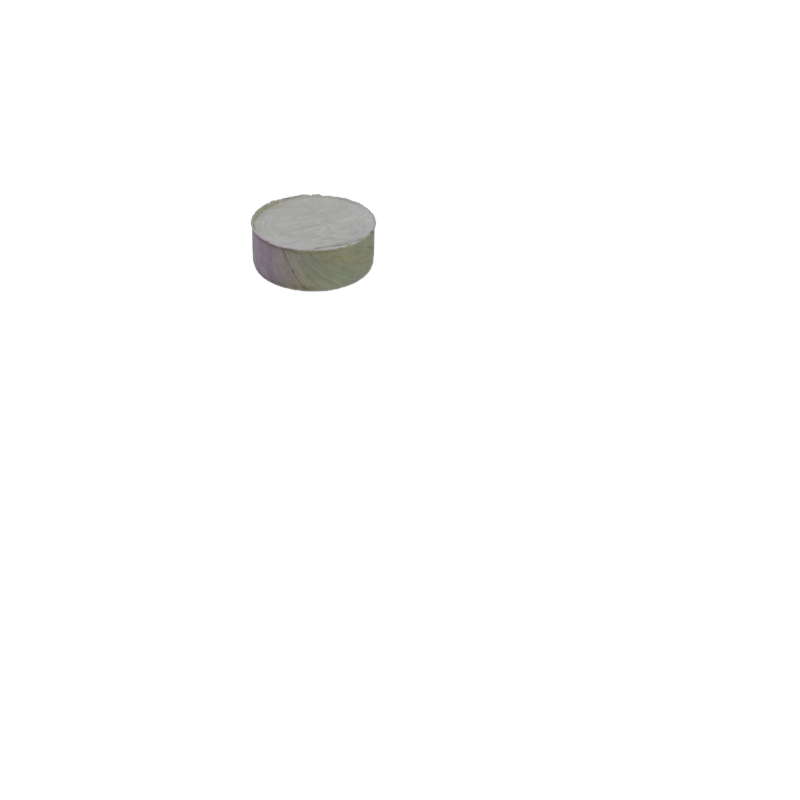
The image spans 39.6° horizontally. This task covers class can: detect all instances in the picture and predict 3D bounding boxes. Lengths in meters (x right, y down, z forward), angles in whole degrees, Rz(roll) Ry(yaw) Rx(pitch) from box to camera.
[{"bbox_3d":[-0.060,-0.109,0.767,0.086,0.032,0.091,-1,33,-2],"label":"can"}]
